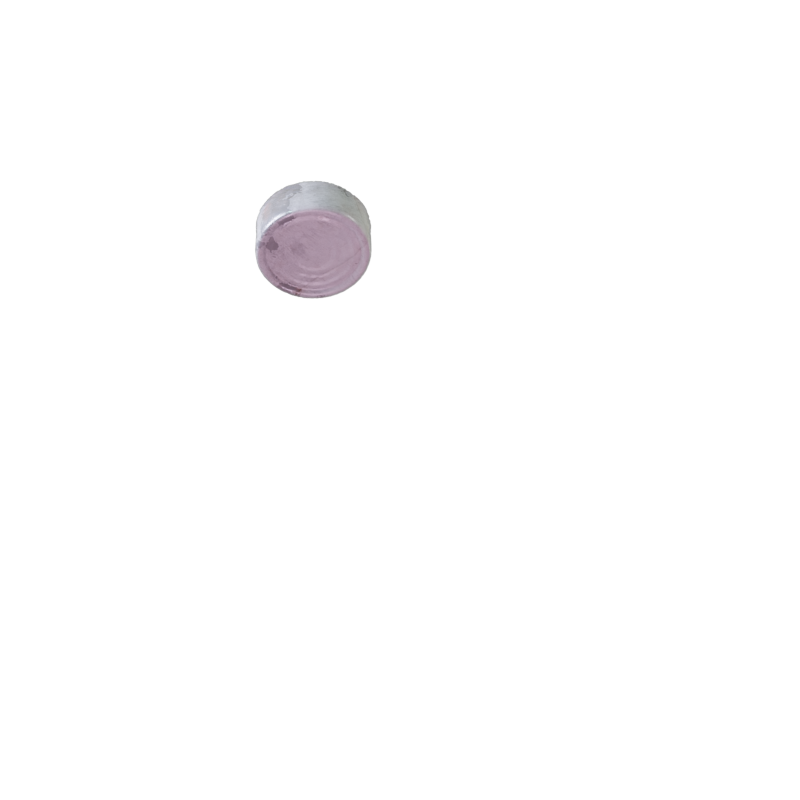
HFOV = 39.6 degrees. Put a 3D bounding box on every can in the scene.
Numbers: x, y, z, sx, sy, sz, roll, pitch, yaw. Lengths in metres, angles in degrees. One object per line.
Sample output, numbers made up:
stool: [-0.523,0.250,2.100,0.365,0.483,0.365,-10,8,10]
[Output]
can: [-0.064,-0.116,0.812,0.086,0.080,0.036,1,41,-1]
